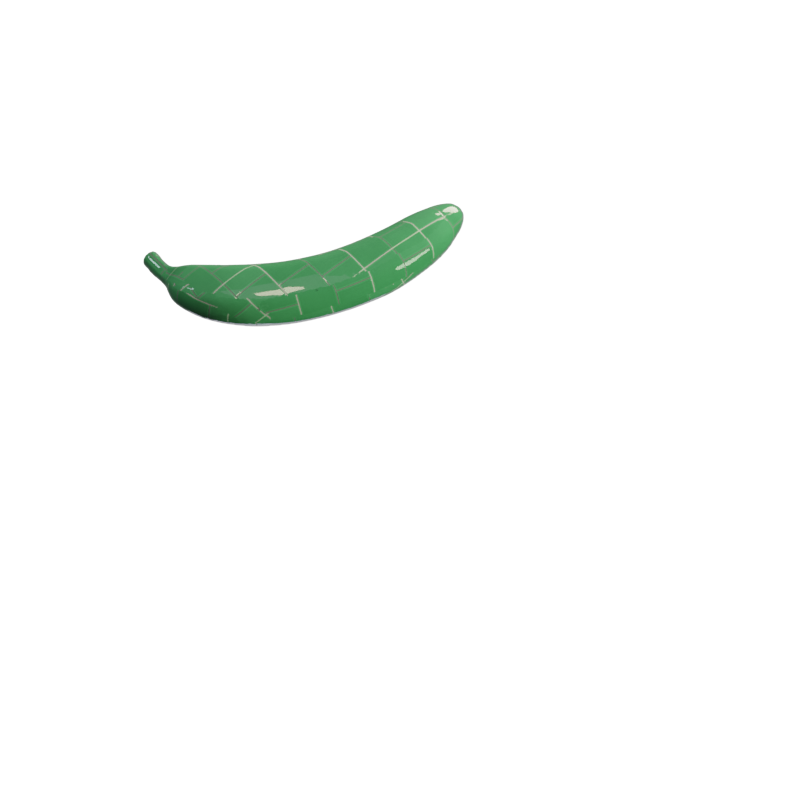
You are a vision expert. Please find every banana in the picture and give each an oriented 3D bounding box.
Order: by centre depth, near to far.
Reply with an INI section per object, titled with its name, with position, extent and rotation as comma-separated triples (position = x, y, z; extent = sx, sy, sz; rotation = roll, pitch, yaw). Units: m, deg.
[banana]
position = -0.052, -0.078, 0.657
extent = 0.196, 0.075, 0.034
rotation = -9, -32, -6
